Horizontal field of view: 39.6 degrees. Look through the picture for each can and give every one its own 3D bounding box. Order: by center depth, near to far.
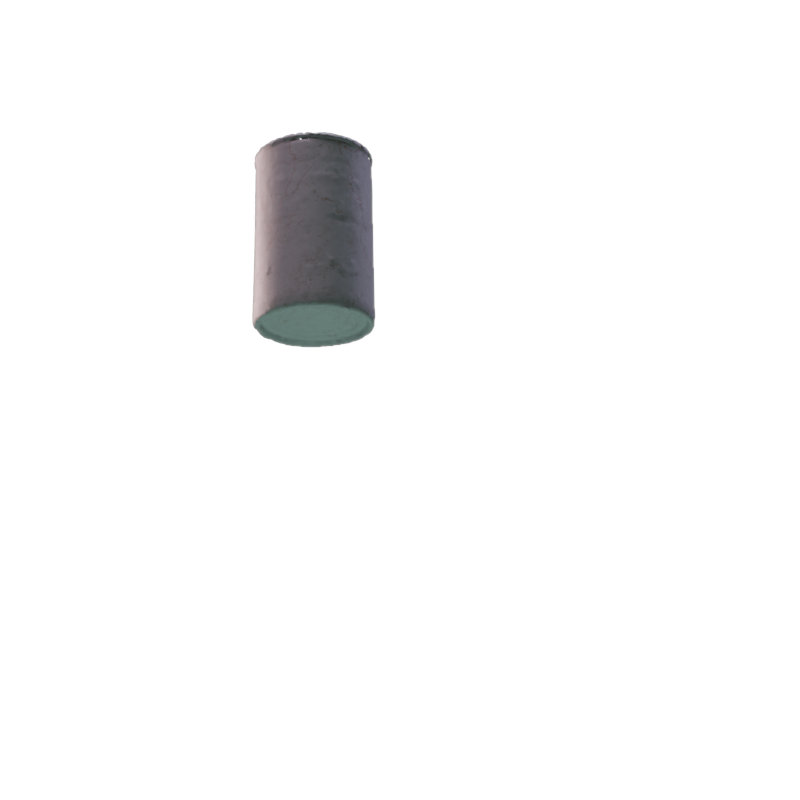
[{"bbox_3d":[-0.048,-0.088,0.616,0.068,0.108,0.065,0,-22,-2],"label":"can"}]
